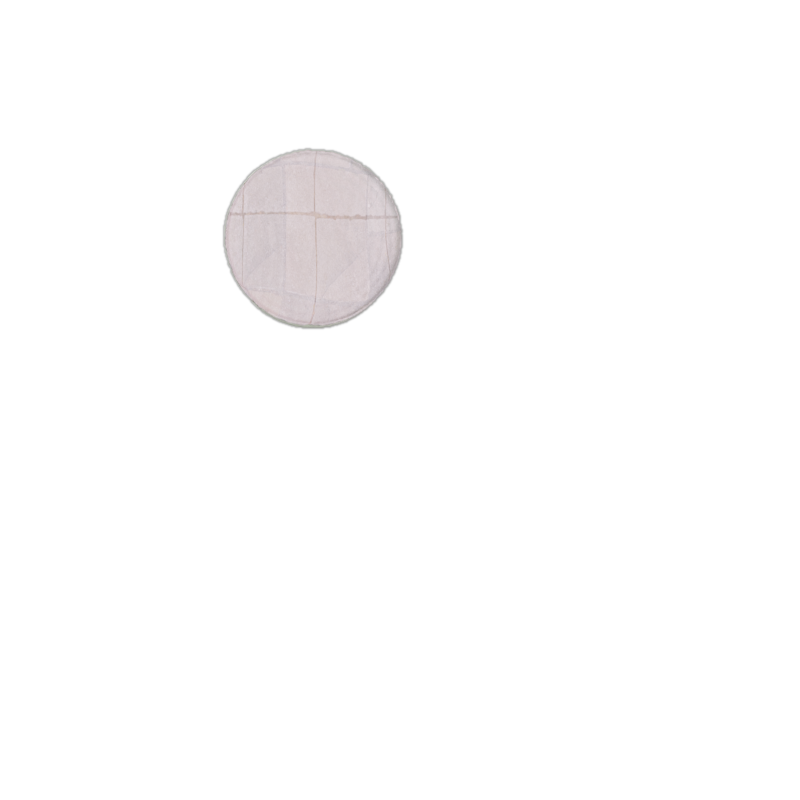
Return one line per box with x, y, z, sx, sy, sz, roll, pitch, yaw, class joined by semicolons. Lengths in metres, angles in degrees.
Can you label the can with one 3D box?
-0.043;-0.078;0.548;0.086;0.088;0.033;0;-8;-1;can
